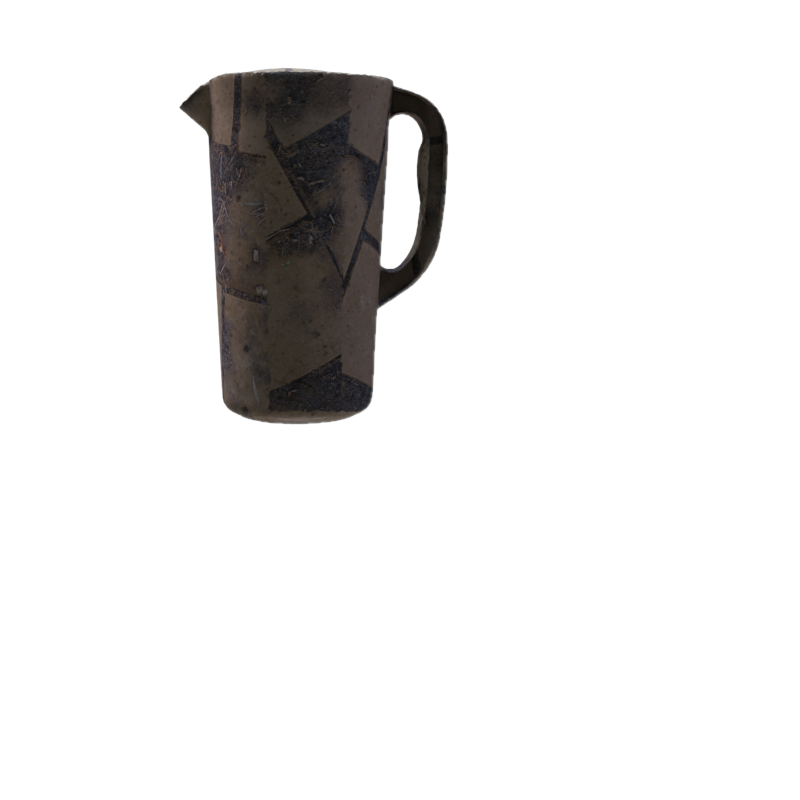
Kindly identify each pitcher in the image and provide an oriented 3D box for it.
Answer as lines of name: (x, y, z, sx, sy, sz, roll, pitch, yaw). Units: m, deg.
pitcher: (-0.062, -0.113, 0.788, 0.156, 0.240, 0.141, 5, 7, 37)
